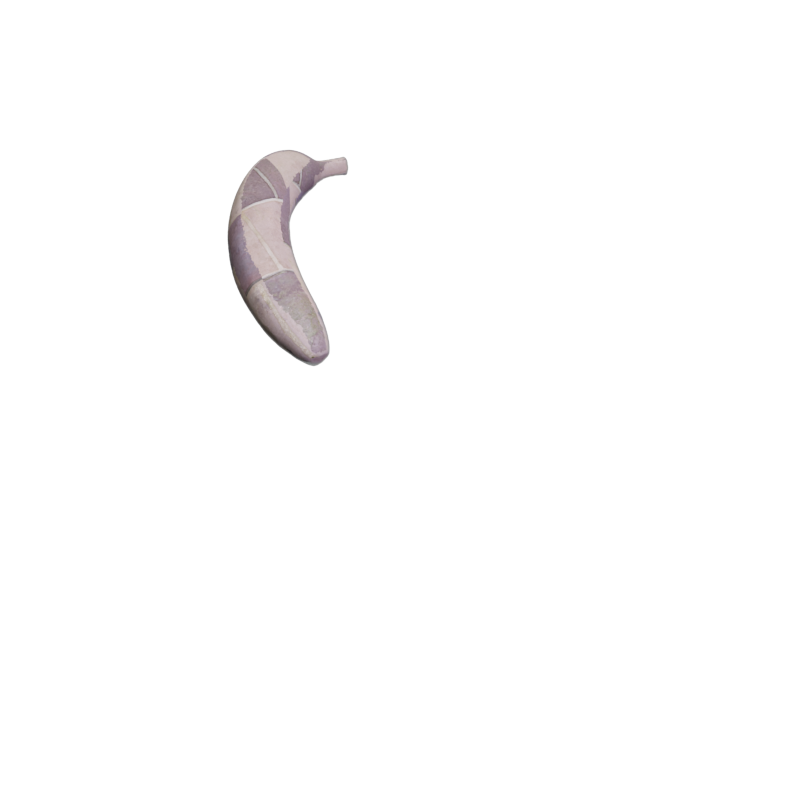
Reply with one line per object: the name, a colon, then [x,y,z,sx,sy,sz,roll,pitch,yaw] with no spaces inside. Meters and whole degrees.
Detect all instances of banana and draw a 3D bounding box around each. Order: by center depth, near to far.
banana: [-0.070,-0.099,0.668,0.070,0.034,0.211,2,44,1]
